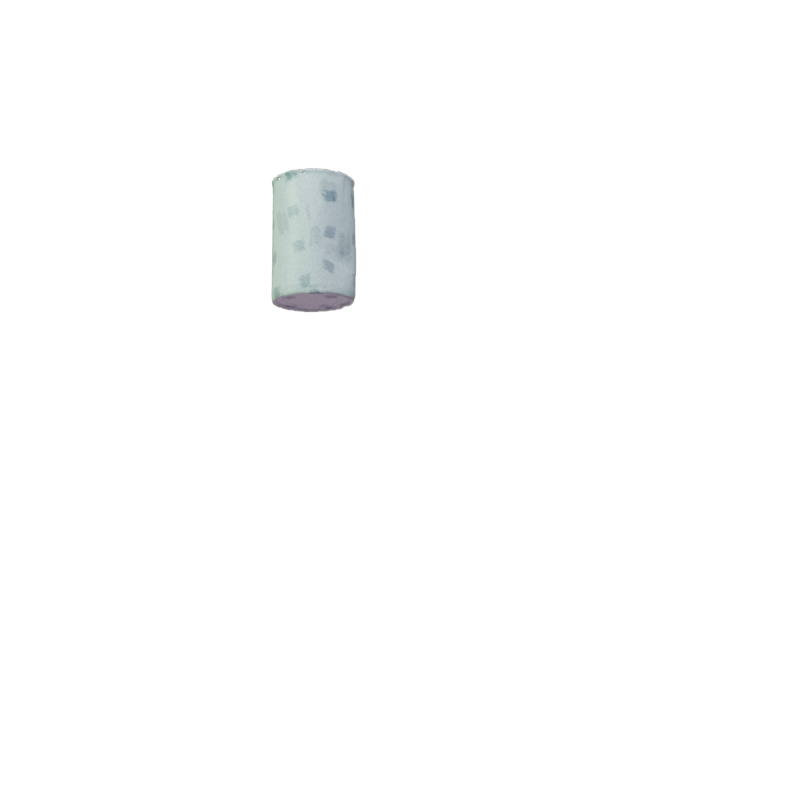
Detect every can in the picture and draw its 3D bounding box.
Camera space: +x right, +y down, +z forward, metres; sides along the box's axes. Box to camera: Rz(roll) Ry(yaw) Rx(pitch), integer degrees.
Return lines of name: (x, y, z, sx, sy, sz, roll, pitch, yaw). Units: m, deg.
can: (-0.070, -0.128, 0.895, 0.068, 0.106, 0.066, 0, -14, -2)
